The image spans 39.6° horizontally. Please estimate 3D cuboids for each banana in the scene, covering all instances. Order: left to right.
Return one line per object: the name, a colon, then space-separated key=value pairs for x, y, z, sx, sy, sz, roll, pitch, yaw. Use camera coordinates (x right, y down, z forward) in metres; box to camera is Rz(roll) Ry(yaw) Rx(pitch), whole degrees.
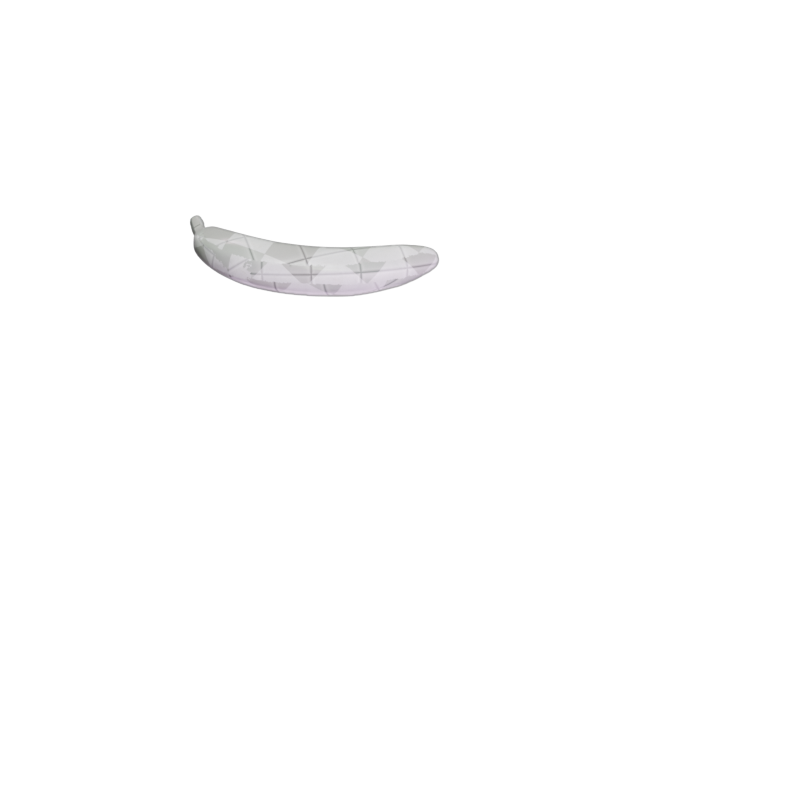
banana: x=-0.073 y=-0.106 z=0.826 sx=0.201 sy=0.073 sz=0.034 roll=11 pitch=-42 yaw=10
